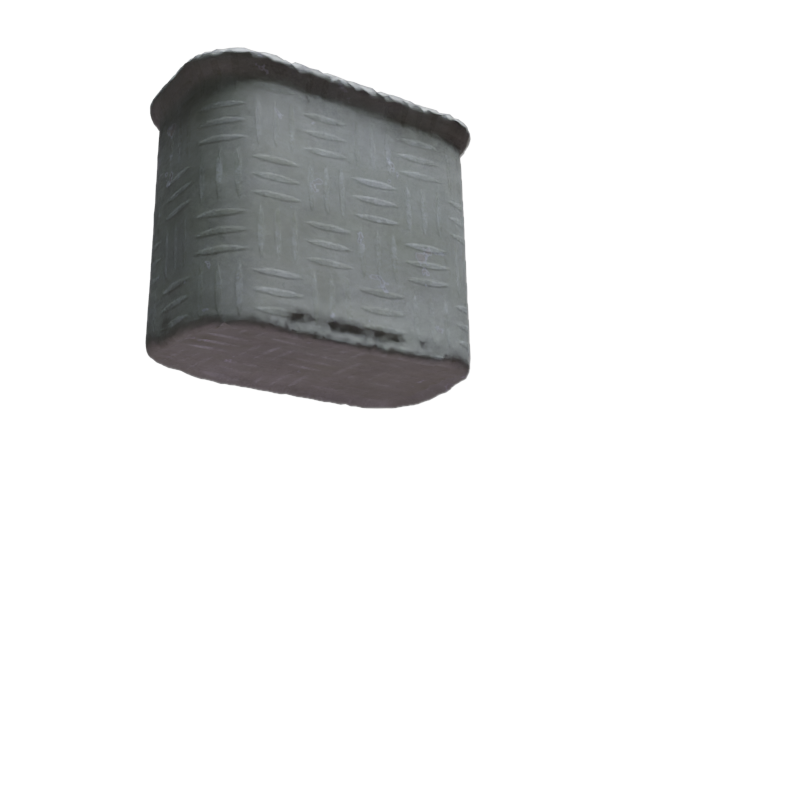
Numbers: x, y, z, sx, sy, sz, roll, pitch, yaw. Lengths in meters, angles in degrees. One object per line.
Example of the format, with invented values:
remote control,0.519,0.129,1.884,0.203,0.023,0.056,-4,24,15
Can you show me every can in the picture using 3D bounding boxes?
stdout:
can,-0.027,-0.048,0.340,0.097,0.088,0.057,11,-24,-31
